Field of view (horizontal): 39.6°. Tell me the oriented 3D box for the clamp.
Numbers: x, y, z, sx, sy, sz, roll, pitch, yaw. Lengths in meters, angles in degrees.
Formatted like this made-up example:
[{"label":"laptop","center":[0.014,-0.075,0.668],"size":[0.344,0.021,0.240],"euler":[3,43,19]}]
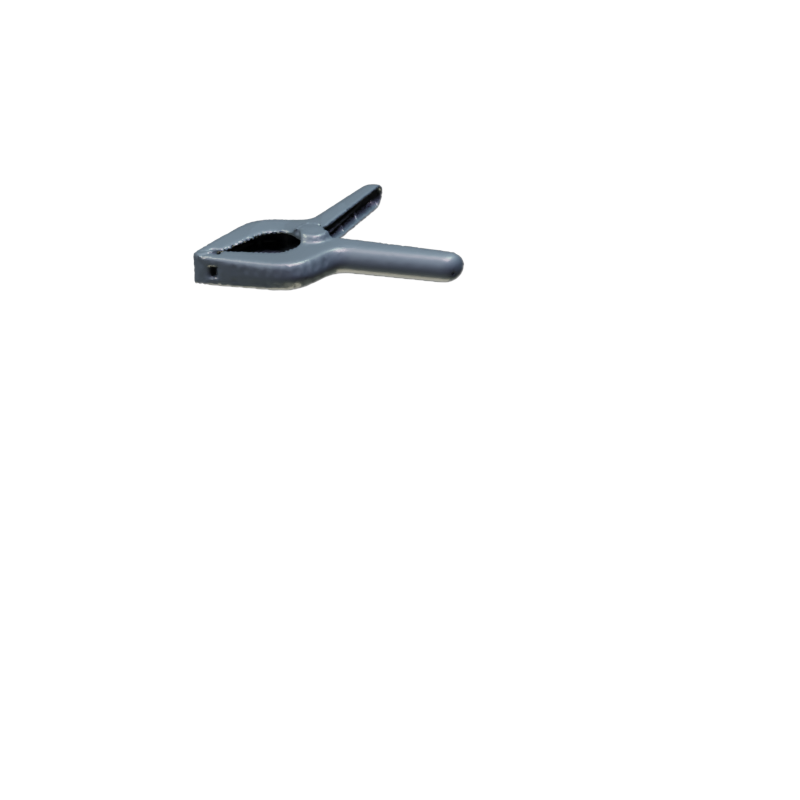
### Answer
[{"label":"clamp","center":[-0.073,-0.133,0.931],"size":[0.207,0.034,0.177],"euler":[-9,33,-15]}]
